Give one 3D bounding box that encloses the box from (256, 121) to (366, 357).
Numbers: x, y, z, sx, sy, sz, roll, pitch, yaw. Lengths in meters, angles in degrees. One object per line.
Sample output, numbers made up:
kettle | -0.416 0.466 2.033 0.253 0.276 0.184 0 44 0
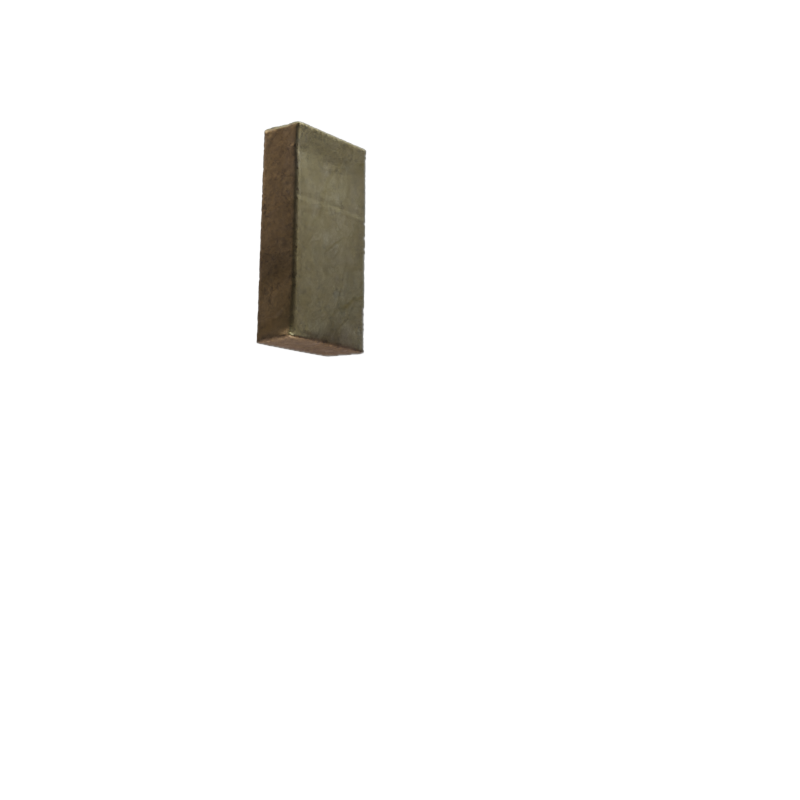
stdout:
box | -0.071 -0.129 0.902 0.049 0.183 0.088 -12 -17 36
